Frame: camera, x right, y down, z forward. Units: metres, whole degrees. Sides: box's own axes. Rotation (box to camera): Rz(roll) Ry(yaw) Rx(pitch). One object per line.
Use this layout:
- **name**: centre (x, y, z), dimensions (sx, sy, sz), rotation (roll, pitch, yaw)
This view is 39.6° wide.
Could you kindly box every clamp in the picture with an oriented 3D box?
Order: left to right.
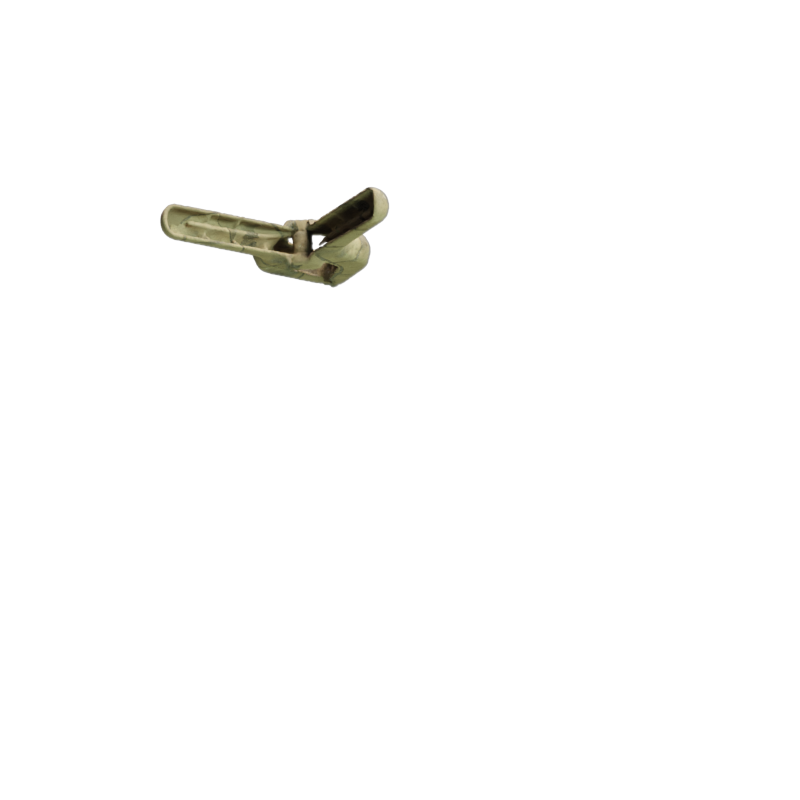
- **clamp**: centre (-0.067, -0.122, 0.856), dimensions (0.168, 0.037, 0.200), rotation (-2, -7, 18)
